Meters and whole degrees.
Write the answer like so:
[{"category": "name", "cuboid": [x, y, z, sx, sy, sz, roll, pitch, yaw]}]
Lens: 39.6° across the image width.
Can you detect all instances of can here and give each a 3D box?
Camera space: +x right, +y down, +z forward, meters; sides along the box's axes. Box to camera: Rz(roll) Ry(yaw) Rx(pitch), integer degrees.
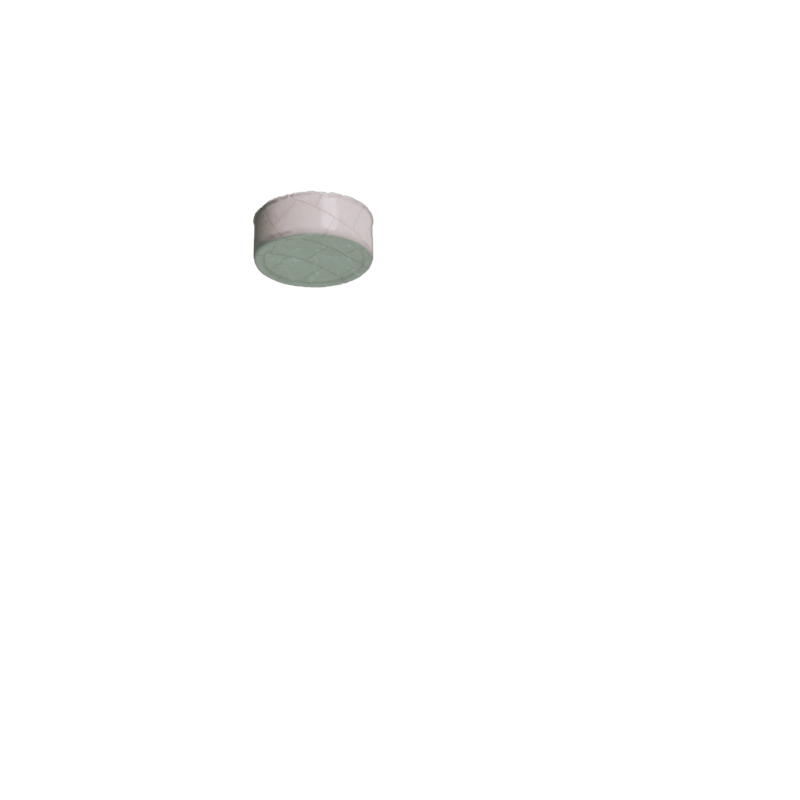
[{"category": "can", "cuboid": [-0.061, -0.112, 0.783, 0.086, 0.035, 0.081, 0, -22, -2]}]
